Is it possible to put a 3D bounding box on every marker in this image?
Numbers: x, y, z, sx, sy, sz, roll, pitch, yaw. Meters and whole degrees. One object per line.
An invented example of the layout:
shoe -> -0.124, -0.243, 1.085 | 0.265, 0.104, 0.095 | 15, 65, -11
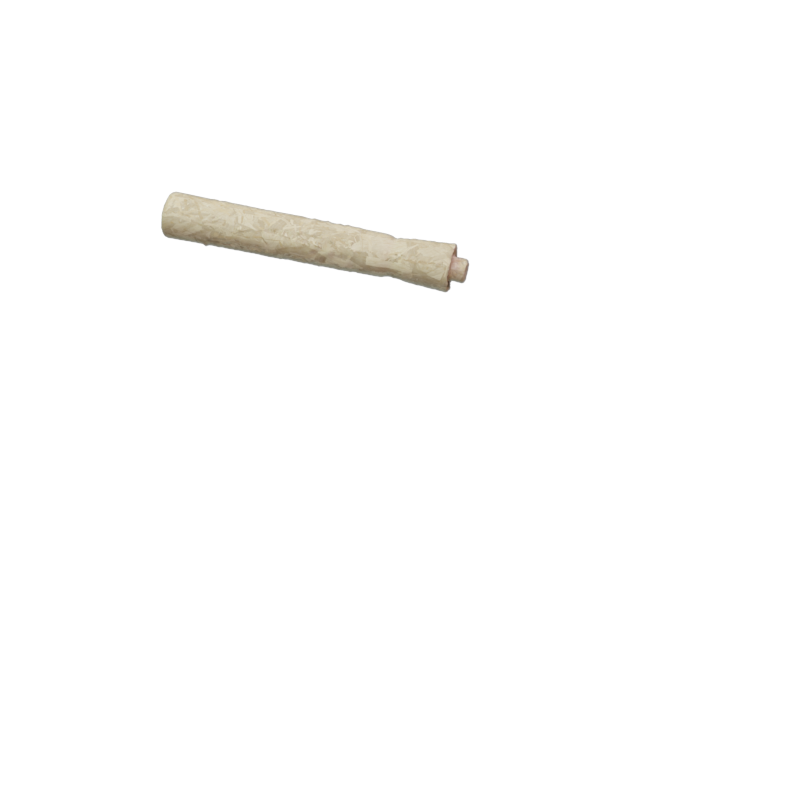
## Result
marker -> -0.034, -0.062, 0.431 | 0.124, 0.020, 0.019 | 13, 6, 13
